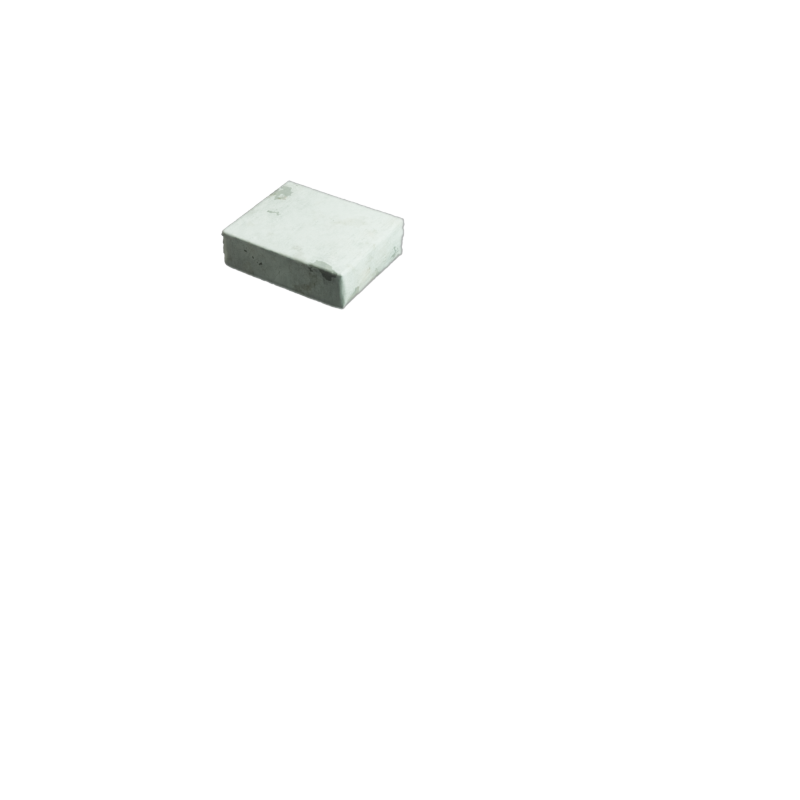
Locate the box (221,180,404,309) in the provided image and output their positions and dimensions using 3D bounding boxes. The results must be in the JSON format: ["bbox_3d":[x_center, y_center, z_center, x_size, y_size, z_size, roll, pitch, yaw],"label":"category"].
[{"bbox_3d":[-0.067,-0.122,0.855,0.119,0.036,0.092,23,45,24],"label":"box"}]
